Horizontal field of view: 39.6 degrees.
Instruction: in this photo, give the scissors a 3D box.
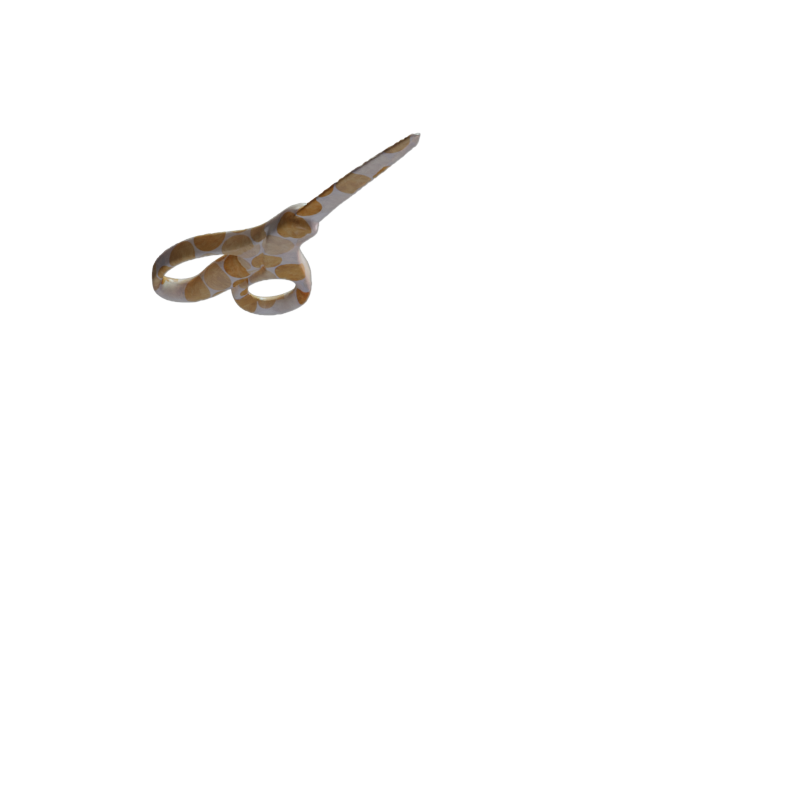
[{"bbox_3d":[-0.045,-0.082,0.574,0.204,0.017,0.090,-16,-26,35],"label":"scissors"}]
